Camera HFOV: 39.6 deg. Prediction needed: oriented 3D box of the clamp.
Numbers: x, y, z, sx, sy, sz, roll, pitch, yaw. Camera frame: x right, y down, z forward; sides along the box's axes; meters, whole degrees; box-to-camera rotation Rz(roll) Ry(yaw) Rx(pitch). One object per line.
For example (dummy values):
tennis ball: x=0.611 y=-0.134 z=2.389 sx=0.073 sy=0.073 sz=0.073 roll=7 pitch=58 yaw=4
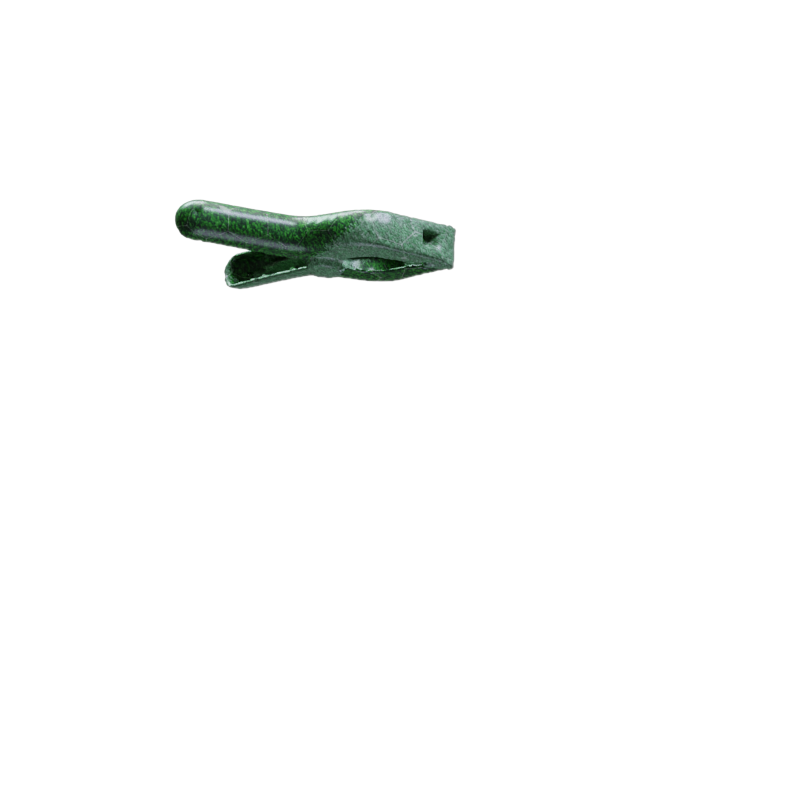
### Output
clamp: x=-0.055 y=-0.100 z=0.700 sx=0.175 sy=0.040 sz=0.114 roll=-3 pitch=-8 yaw=19
